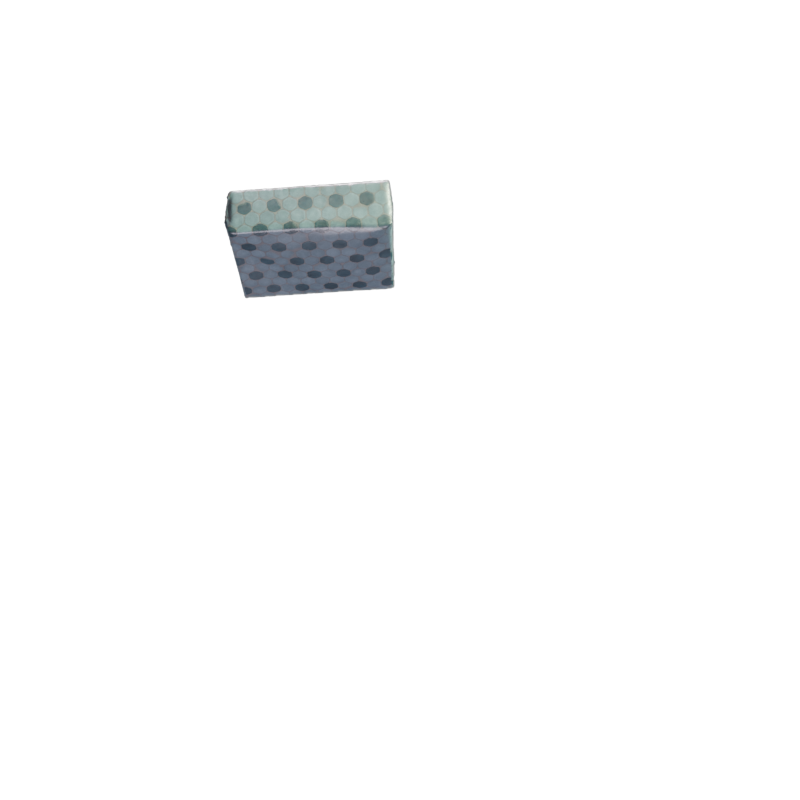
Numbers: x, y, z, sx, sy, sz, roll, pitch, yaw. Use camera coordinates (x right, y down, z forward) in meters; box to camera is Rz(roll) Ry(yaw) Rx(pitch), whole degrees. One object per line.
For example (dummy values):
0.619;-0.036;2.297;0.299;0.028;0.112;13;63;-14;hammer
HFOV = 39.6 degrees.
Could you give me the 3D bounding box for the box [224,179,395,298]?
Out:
-0.061;-0.111;0.776;0.114;0.041;0.084;-1;-27;2;box
